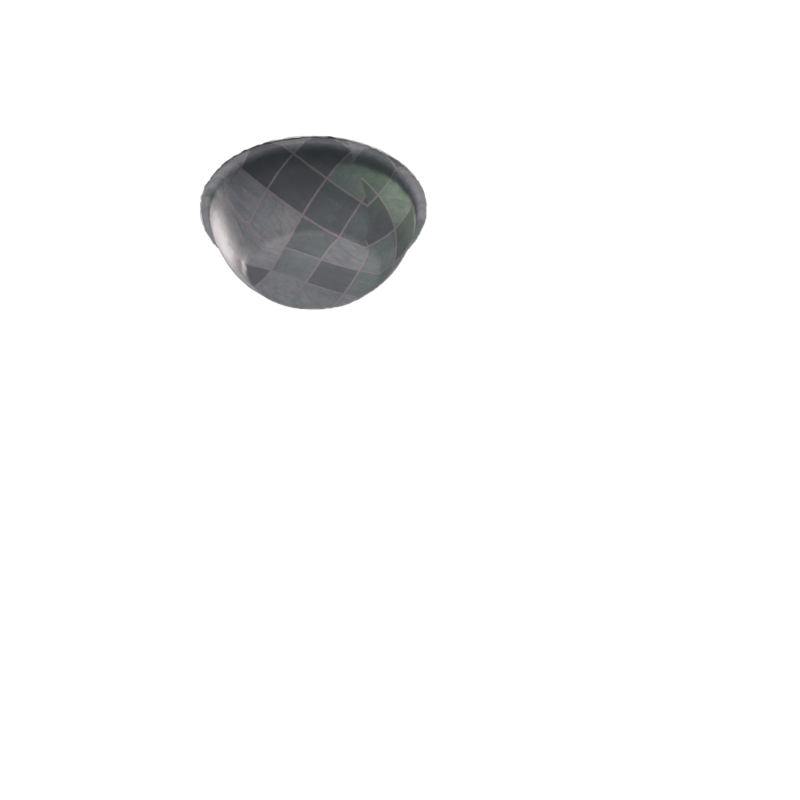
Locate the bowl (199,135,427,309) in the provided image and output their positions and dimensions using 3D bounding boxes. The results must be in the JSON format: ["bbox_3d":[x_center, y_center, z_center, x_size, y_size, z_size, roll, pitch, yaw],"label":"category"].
[{"bbox_3d":[-0.061,-0.111,0.774,0.162,0.059,0.152,1,-32,-2],"label":"bowl"}]
